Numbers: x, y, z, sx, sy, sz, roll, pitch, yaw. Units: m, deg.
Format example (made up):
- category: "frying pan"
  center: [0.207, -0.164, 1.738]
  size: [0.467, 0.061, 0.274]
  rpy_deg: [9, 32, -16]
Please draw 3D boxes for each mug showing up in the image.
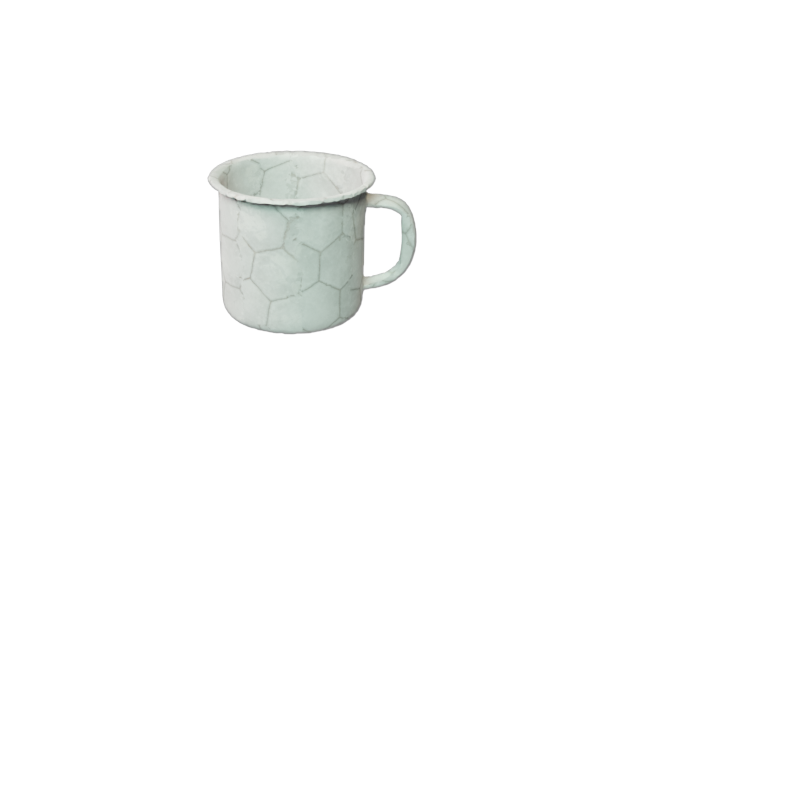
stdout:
- category: "mug"
  center: [-0.049, -0.090, 0.630]
  size: [0.117, 0.077, 0.099]
  rpy_deg: [-1, 26, -3]
